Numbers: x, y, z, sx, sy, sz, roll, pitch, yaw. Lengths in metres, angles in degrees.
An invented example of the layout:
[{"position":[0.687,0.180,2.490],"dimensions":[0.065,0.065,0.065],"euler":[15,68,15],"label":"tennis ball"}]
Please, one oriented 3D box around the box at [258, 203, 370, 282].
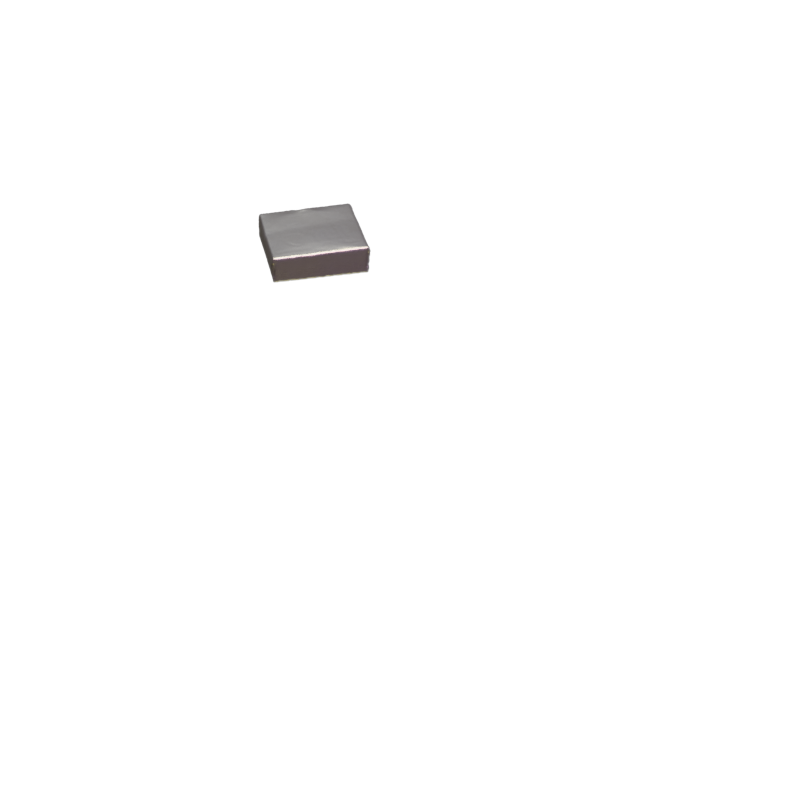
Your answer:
[{"position":[-0.078,-0.142,0.998],"dimensions":[0.088,0.028,0.079],"euler":[-8,41,-10],"label":"box"}]
